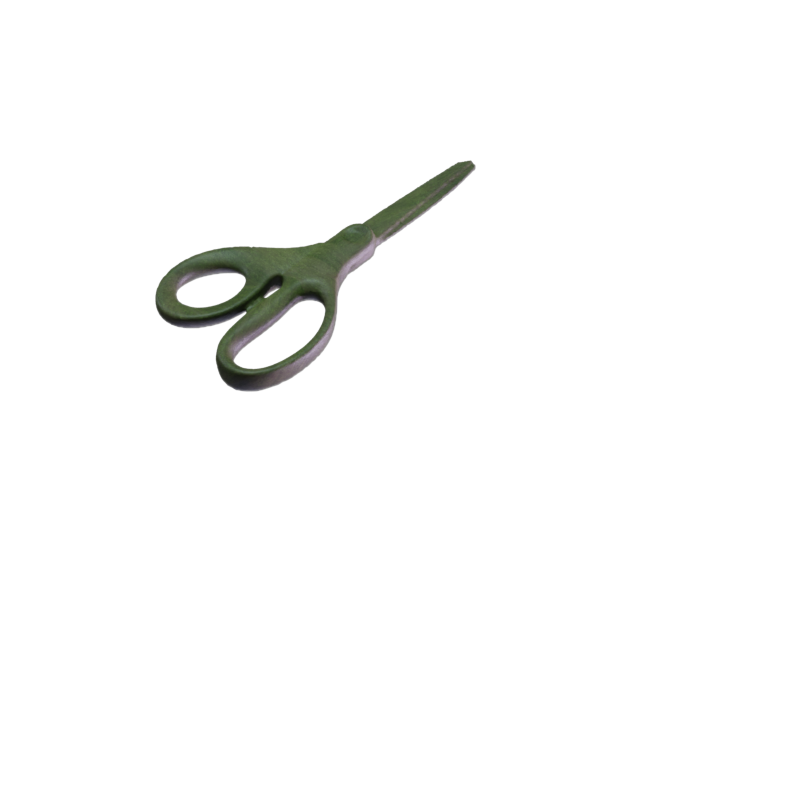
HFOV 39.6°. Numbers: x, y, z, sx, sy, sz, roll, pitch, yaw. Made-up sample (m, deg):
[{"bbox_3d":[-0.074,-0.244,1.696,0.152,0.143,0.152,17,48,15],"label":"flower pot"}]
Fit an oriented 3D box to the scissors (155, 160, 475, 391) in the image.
[{"bbox_3d":[-0.043,-0.079,0.553,0.100,0.015,0.209,17,46,17],"label":"scissors"}]
